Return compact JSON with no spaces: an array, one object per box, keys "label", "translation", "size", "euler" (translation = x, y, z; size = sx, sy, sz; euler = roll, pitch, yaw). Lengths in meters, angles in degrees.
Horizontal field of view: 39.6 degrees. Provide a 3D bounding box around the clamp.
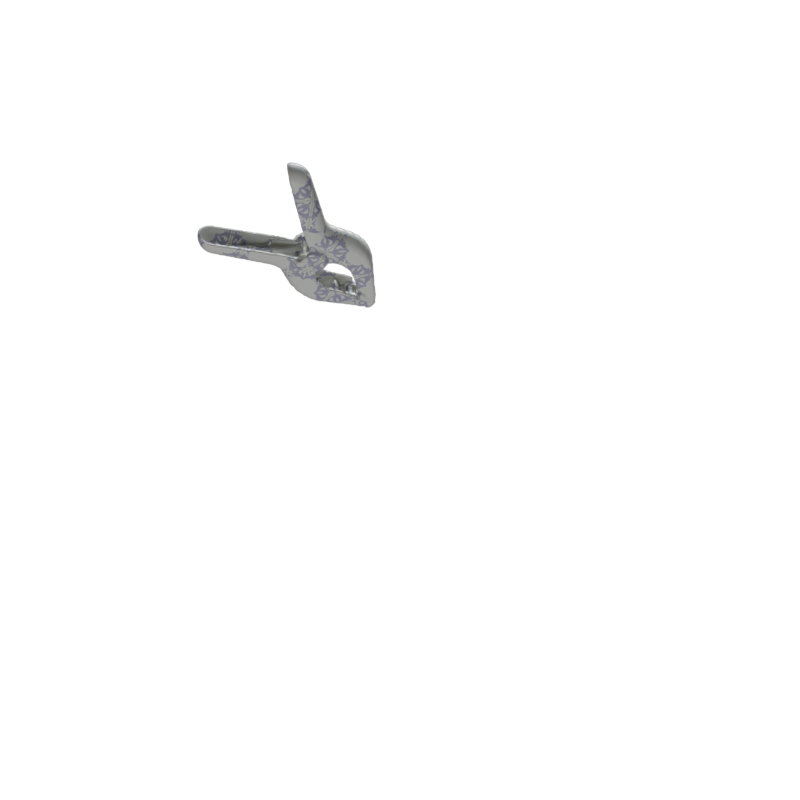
[{"label":"clamp","translation":[-0.075,-0.137,0.959],"size":[0.162,0.042,0.119],"euler":[25,-41,-32]}]
